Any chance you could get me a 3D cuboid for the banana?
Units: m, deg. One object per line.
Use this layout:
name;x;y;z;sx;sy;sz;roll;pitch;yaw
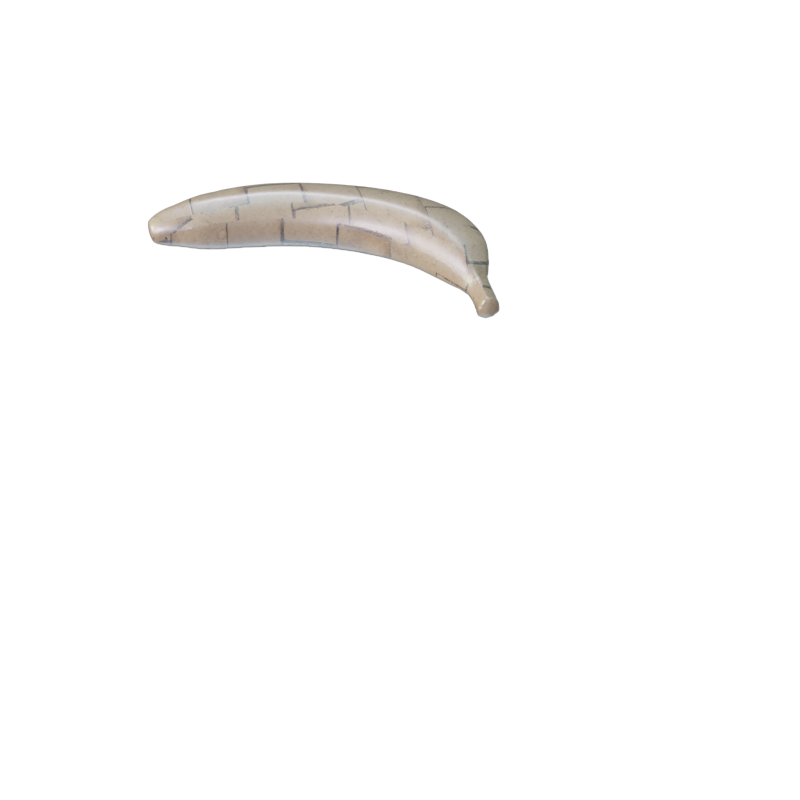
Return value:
banana;-0.036;-0.091;0.594;0.204;0.035;0.071;13;33;19
